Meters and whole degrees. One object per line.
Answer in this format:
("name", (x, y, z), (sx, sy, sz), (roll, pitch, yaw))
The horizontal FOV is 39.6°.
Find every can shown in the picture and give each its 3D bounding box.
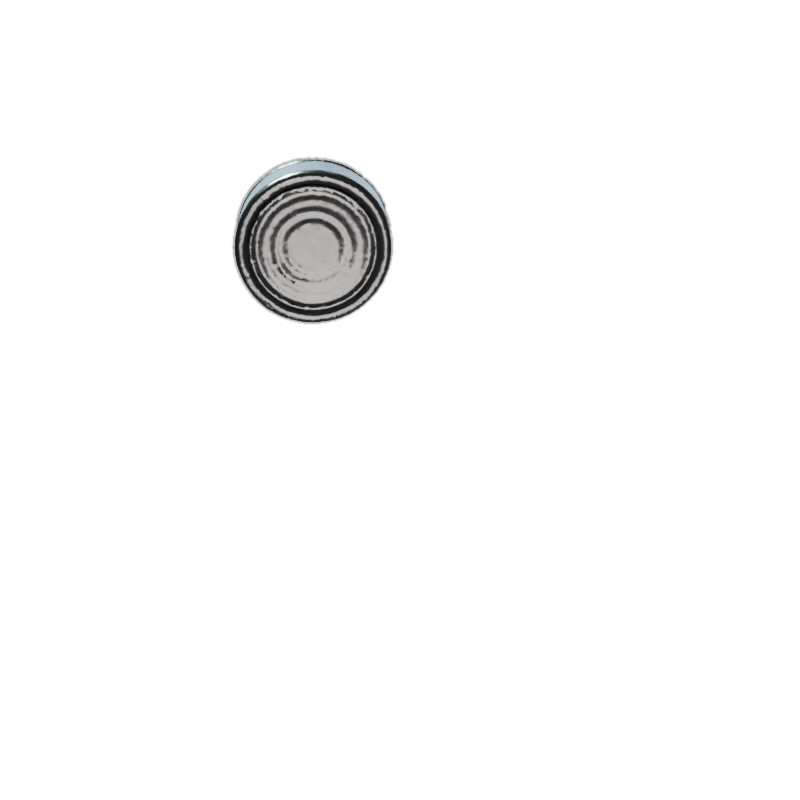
("can", (-0.047, -0.086, 0.601), (0.086, 0.083, 0.035), (0, 17, -1))
